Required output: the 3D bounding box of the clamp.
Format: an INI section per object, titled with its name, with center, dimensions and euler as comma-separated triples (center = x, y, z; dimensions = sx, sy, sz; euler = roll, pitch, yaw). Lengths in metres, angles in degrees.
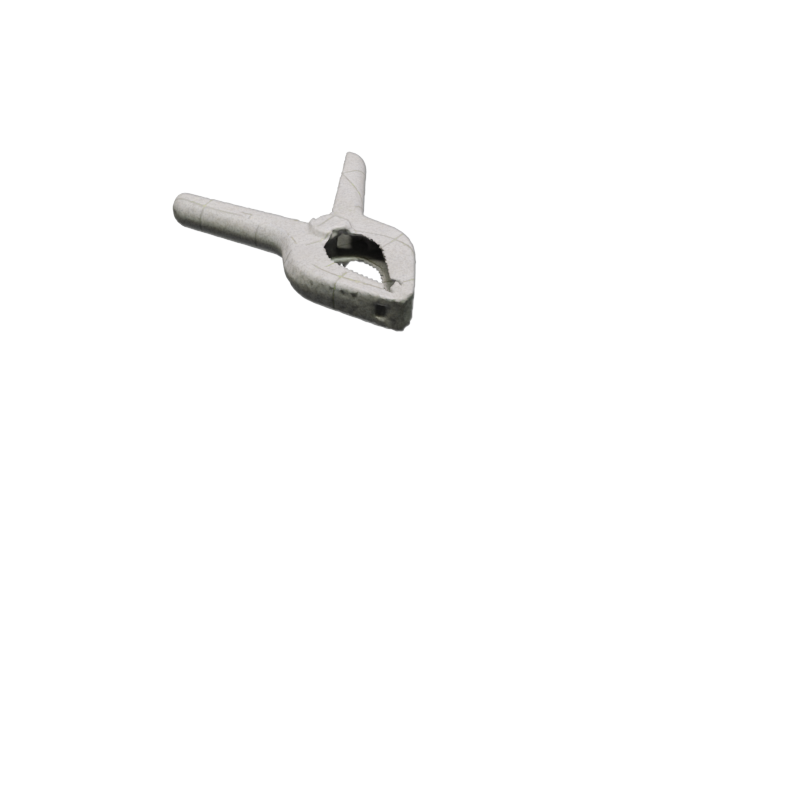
[clamp]
center = -0.063, -0.114, 0.801
dimensions = 0.162, 0.034, 0.227
euler = -15, 41, -19
